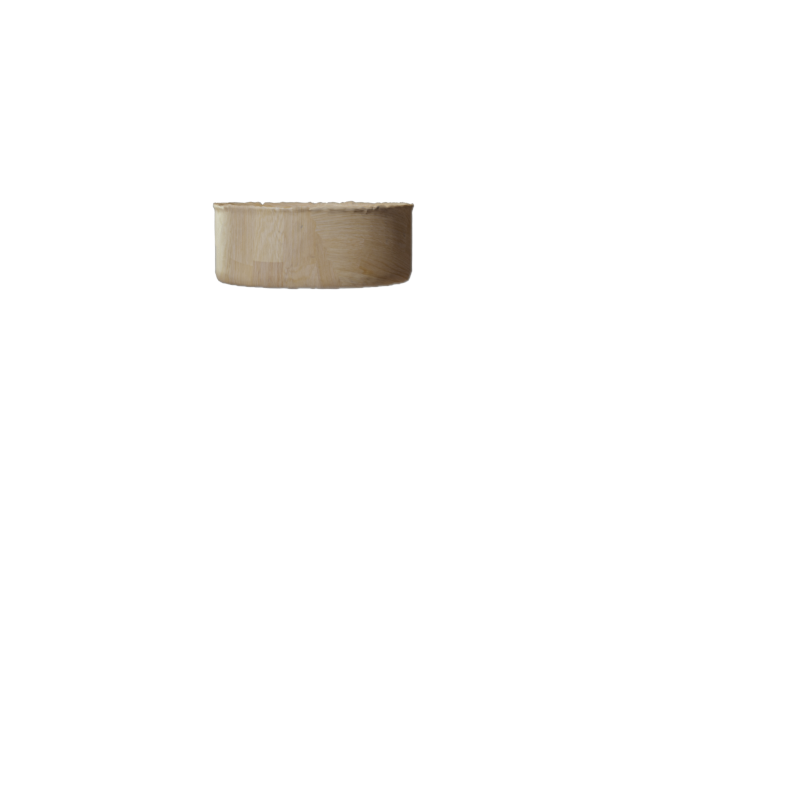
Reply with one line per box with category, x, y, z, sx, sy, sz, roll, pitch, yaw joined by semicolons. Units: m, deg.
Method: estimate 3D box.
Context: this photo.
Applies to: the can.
can;-0.037;-0.068;0.474;0.086;0.033;0.087;0;10;-2
